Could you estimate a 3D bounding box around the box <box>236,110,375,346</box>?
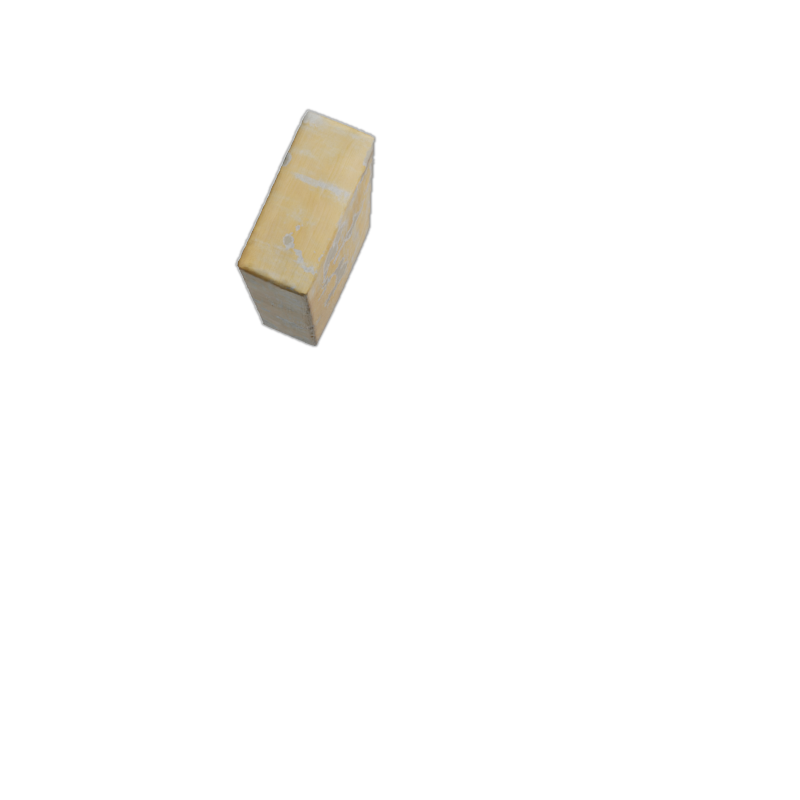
[{"bbox_3d":[-0.050,-0.091,0.641,0.048,0.095,0.173,23,-7,-2],"label":"box"}]
